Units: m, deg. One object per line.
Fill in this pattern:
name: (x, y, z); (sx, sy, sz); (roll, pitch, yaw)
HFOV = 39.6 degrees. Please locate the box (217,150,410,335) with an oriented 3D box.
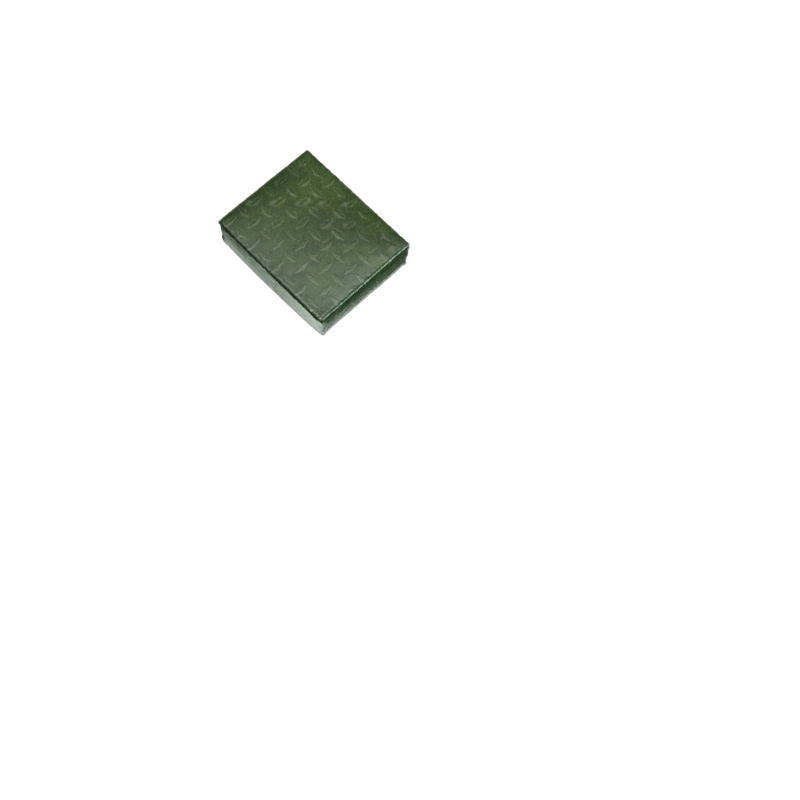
box: (-0.064, -0.116, 0.814); (0.091, 0.118, 0.037); (-41, -17, -16)
